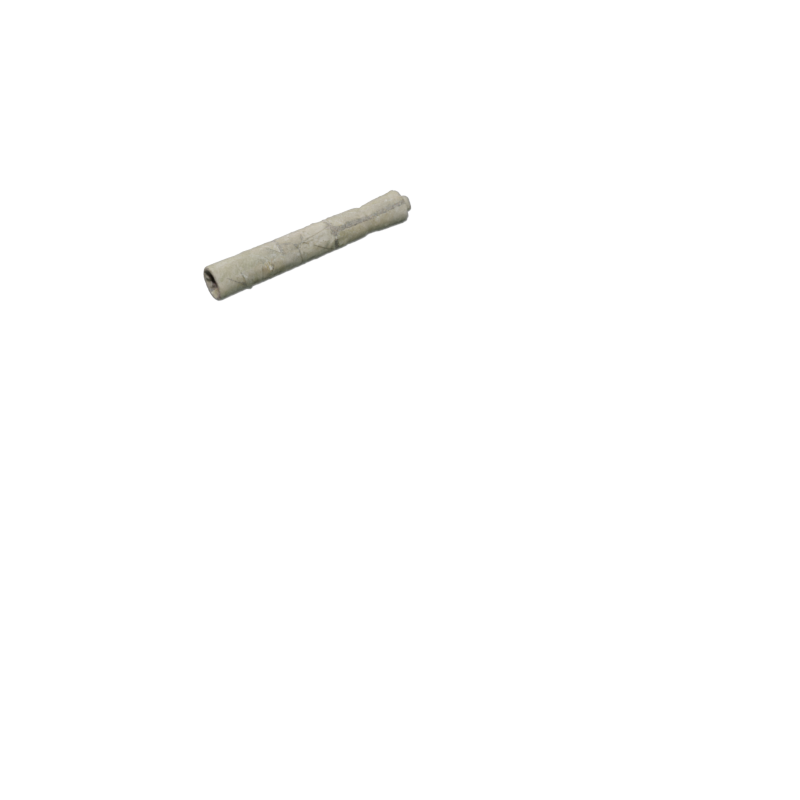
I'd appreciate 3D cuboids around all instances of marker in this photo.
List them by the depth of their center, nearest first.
[{"bbox_3d":[-0.045,-0.083,0.579,0.120,0.019,0.020,-27,16,-24],"label":"marker"}]
